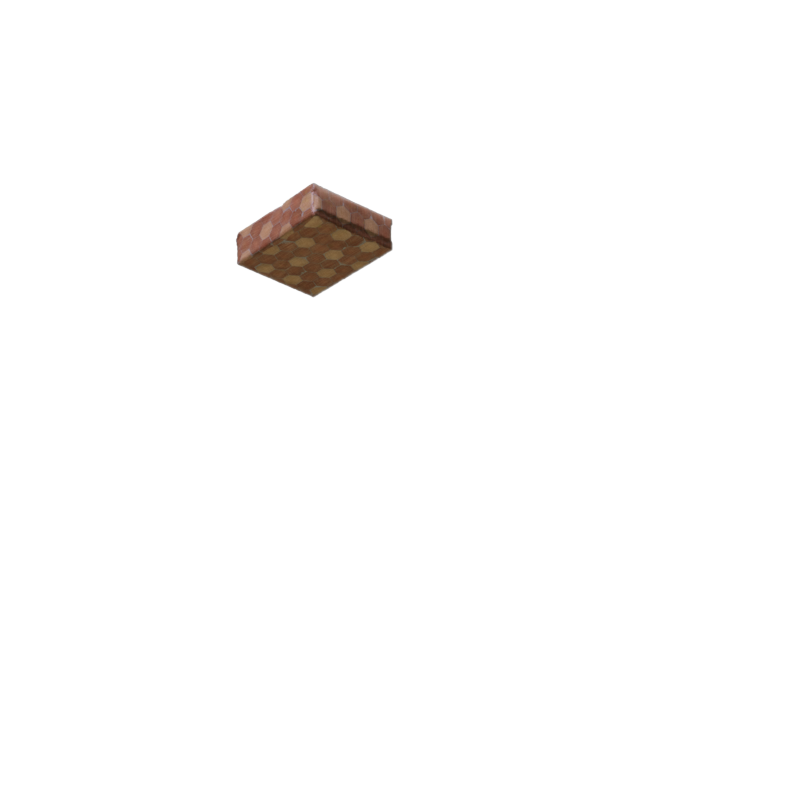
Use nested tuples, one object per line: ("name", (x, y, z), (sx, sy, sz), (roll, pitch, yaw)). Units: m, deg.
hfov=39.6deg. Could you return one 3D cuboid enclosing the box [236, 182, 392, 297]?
("box", (-0.061, -0.112, 0.782), (0.069, 0.032, 0.089), (21, -33, -37))
